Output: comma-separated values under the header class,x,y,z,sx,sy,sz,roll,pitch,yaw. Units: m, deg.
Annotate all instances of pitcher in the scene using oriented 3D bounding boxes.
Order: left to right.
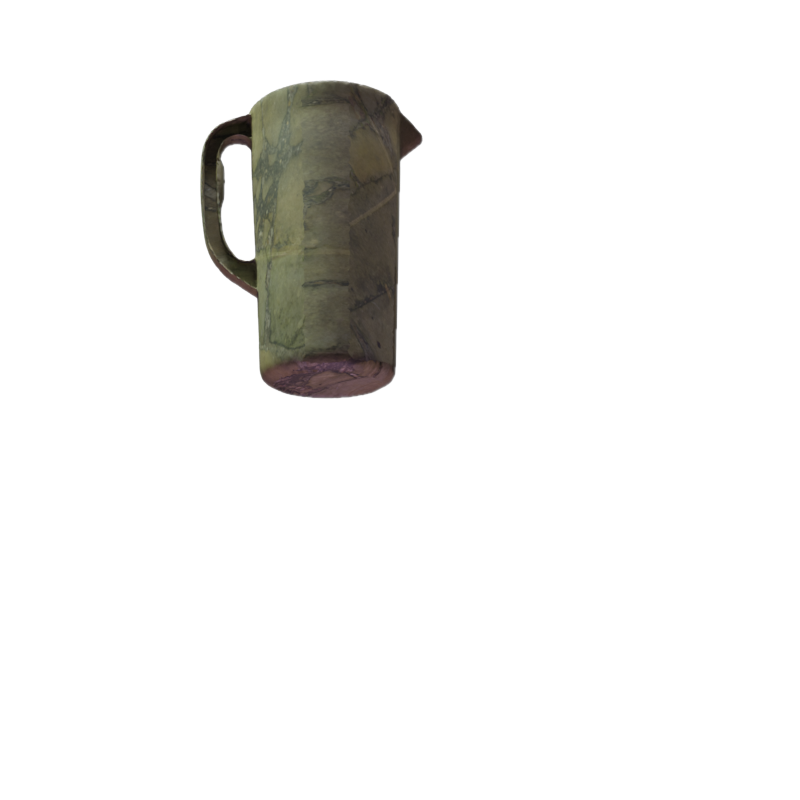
class,x,y,z,sx,sy,sz,roll,pitch,yaw
pitcher,-0.072,-0.131,0.916,0.152,0.255,0.136,-15,-23,35
